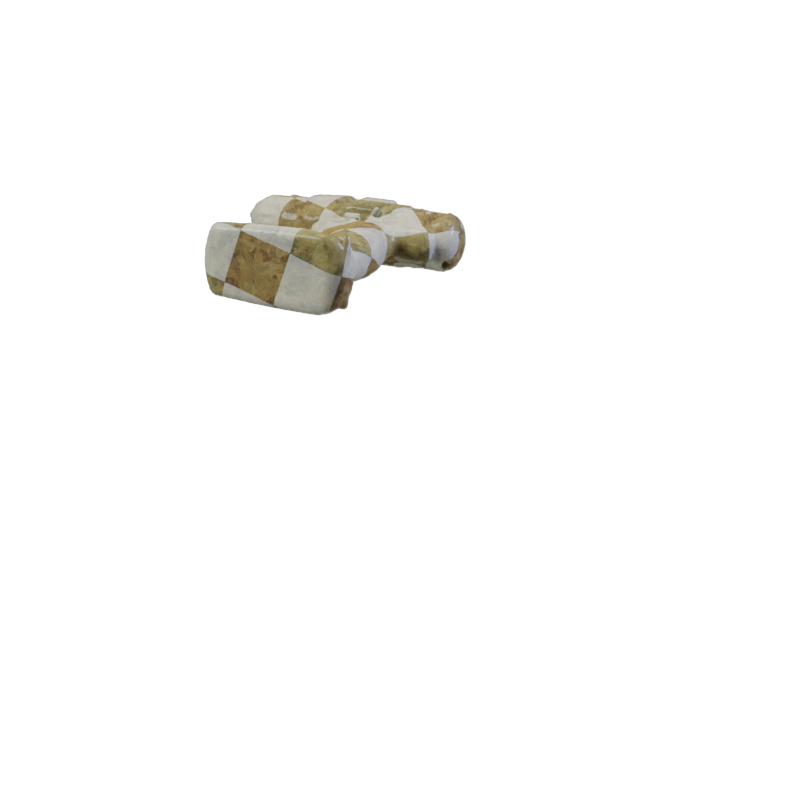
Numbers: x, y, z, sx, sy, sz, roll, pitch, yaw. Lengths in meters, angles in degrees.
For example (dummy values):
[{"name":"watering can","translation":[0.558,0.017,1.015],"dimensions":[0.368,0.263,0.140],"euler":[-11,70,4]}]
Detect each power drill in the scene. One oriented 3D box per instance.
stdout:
[{"name":"power drill","translation":[-0.065,-0.118,0.827],"dimensions":[0.191,0.055,0.187],"euler":[9,21,24]}]
